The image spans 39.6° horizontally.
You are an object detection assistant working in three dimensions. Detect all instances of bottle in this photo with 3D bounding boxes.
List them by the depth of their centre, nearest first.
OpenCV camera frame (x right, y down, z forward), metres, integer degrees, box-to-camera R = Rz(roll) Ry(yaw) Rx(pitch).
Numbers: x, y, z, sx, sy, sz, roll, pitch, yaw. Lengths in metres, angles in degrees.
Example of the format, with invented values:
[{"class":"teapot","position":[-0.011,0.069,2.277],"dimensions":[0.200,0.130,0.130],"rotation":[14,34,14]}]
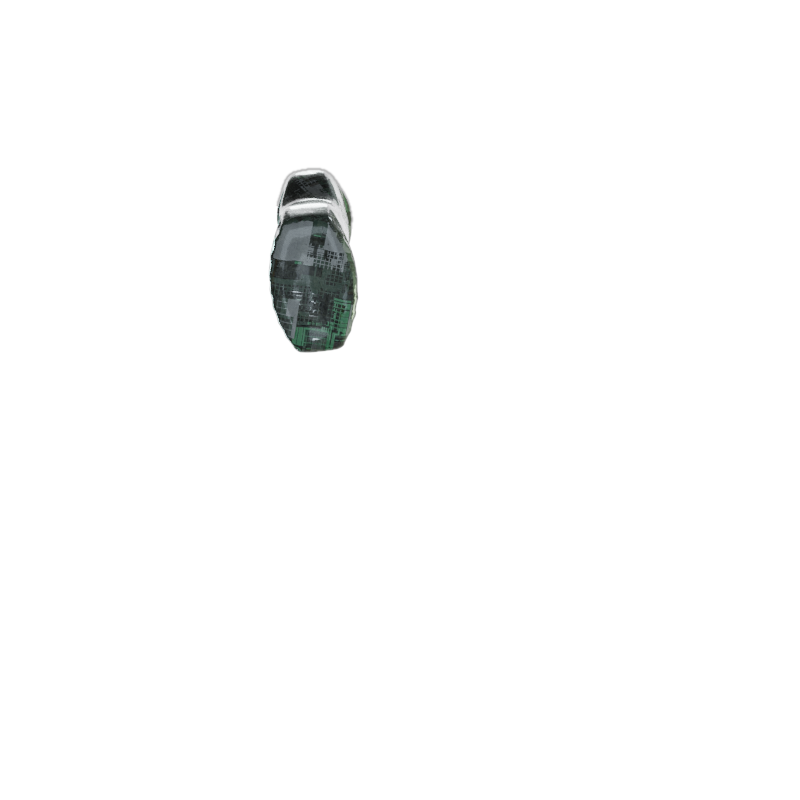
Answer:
[{"class":"bottle","position":[-0.063,-0.115,0.805],"dimensions":[0.058,0.091,0.202],"rotation":[-7,25,-1]}]
